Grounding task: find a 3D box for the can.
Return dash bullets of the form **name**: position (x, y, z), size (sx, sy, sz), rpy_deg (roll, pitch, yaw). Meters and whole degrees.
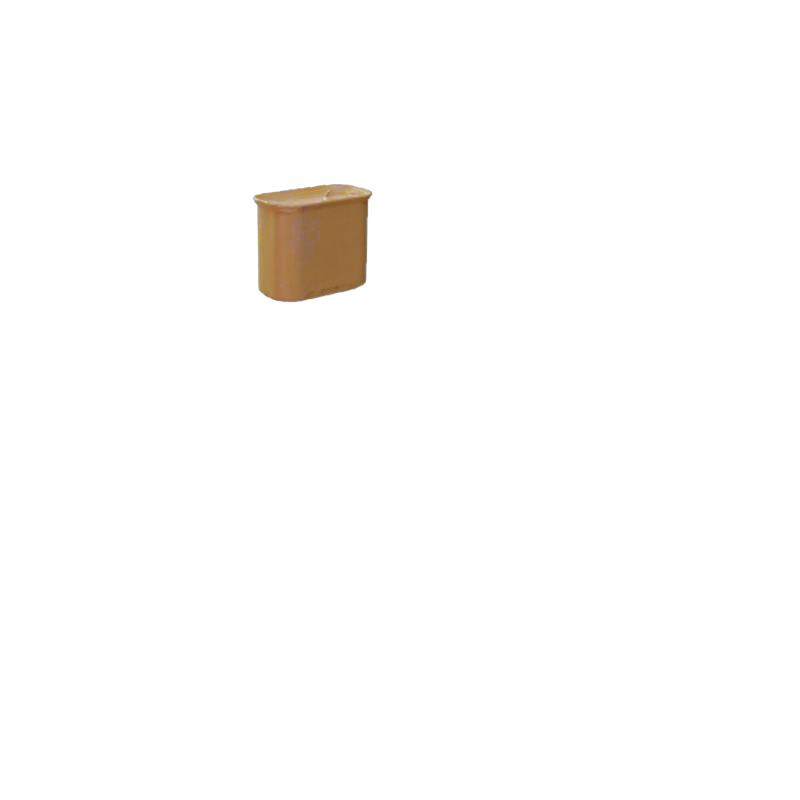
- **can**: position (-0.074, -0.135, 0.946), size (0.100, 0.081, 0.061), rpy_deg (-14, 22, -37)
